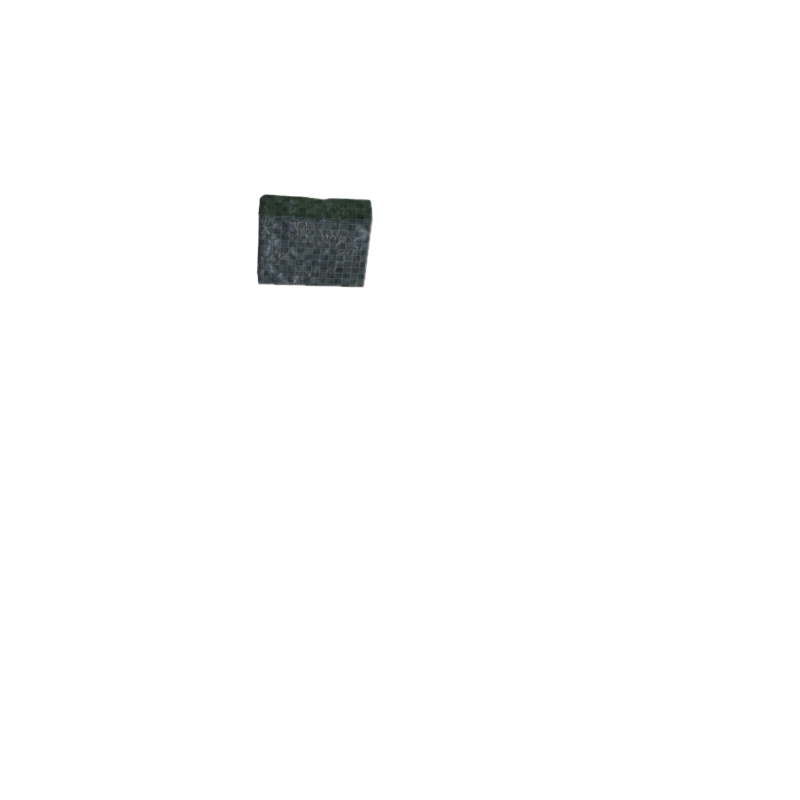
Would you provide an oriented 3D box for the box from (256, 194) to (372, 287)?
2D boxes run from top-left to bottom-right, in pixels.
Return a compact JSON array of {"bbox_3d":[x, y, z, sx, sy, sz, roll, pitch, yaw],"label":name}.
[{"bbox_3d":[-0.069,-0.126,0.886,0.089,0.068,0.032,3,45,-3],"label":"box"}]
